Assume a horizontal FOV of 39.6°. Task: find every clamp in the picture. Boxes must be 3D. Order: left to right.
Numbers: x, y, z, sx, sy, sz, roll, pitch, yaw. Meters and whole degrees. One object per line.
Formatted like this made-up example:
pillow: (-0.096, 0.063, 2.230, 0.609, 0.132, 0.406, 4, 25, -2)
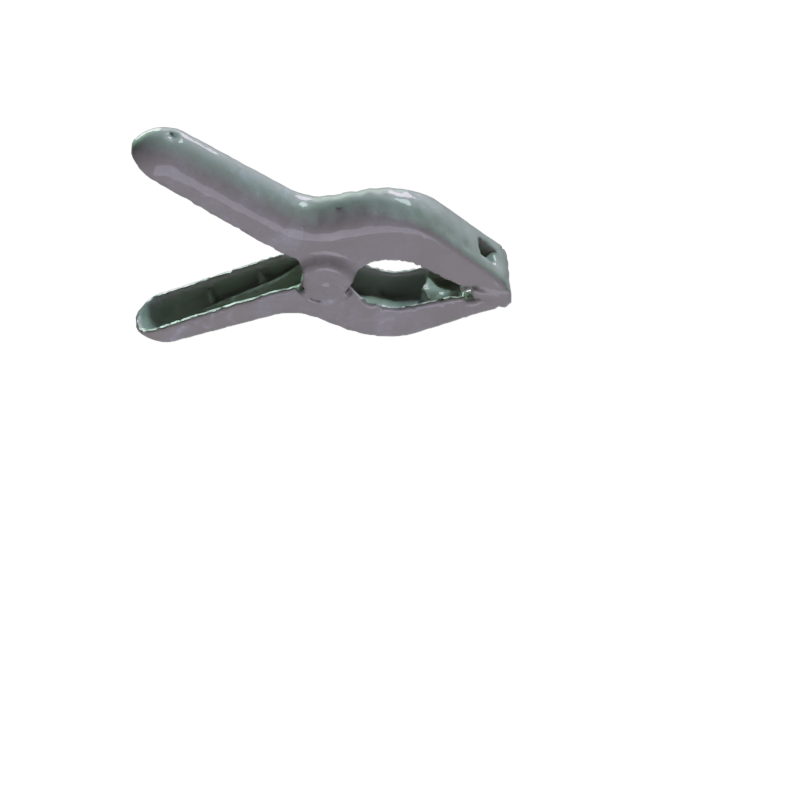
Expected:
clamp: (-0.037, -0.068, 0.476, 0.172, 0.042, 0.112, -1, -34, 2)
